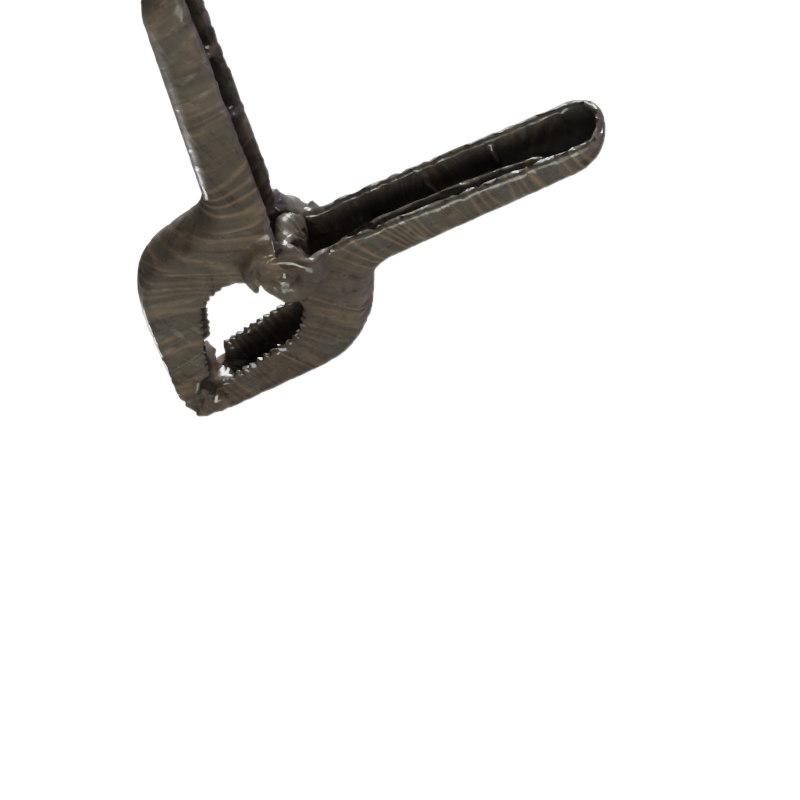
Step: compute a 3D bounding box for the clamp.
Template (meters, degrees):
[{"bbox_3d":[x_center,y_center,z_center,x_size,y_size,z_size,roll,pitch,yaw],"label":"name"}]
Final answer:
[{"bbox_3d":[-0.033,-0.060,0.423,0.161,0.039,0.200,12,-41,-14],"label":"clamp"}]
